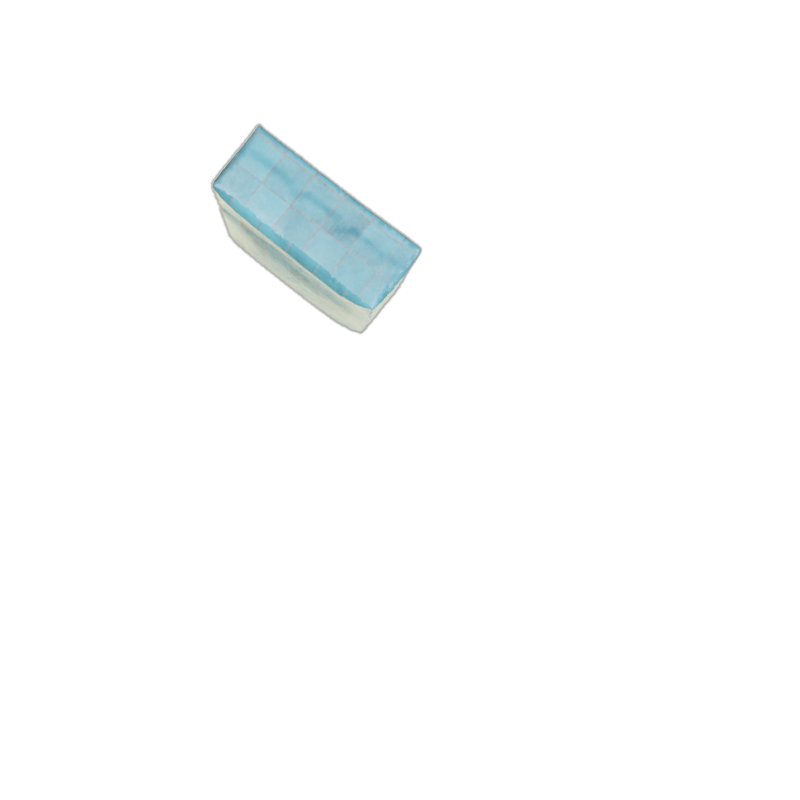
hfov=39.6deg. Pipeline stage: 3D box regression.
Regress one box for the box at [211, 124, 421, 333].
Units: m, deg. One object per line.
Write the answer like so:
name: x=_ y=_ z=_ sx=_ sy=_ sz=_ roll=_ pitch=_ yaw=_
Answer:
box: x=-0.075 y=-0.137 z=0.958 sx=0.166 sy=0.072 sz=0.211 roll=38 pitch=-4 yaw=1
